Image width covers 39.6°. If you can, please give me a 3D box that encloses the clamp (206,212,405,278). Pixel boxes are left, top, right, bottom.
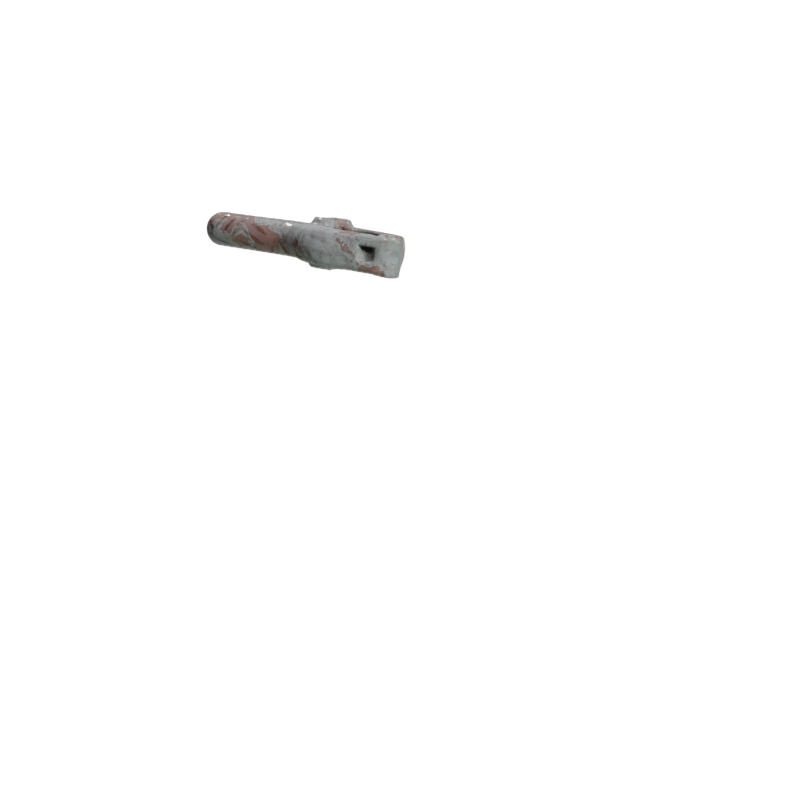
[{"bbox_3d":[-0.061,-0.111,0.777,0.117,0.038,0.179,-5,12,-24],"label":"clamp"}]
